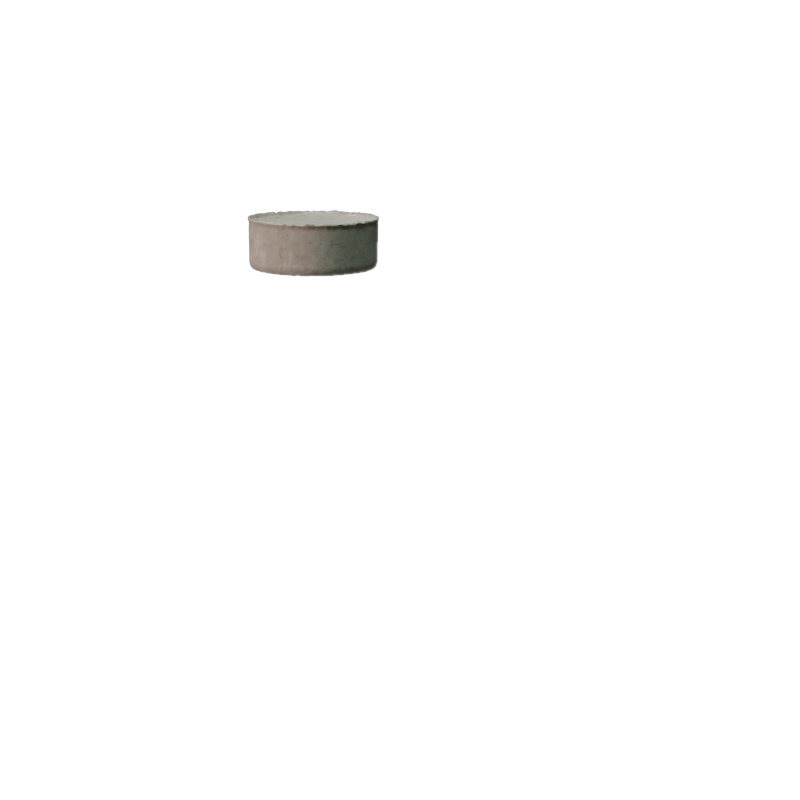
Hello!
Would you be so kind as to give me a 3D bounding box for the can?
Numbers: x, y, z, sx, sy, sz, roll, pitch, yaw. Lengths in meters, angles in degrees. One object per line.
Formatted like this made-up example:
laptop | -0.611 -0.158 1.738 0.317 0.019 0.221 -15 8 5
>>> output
can | -0.057 -0.104 0.726 0.086 0.033 0.088 0 14 -2
